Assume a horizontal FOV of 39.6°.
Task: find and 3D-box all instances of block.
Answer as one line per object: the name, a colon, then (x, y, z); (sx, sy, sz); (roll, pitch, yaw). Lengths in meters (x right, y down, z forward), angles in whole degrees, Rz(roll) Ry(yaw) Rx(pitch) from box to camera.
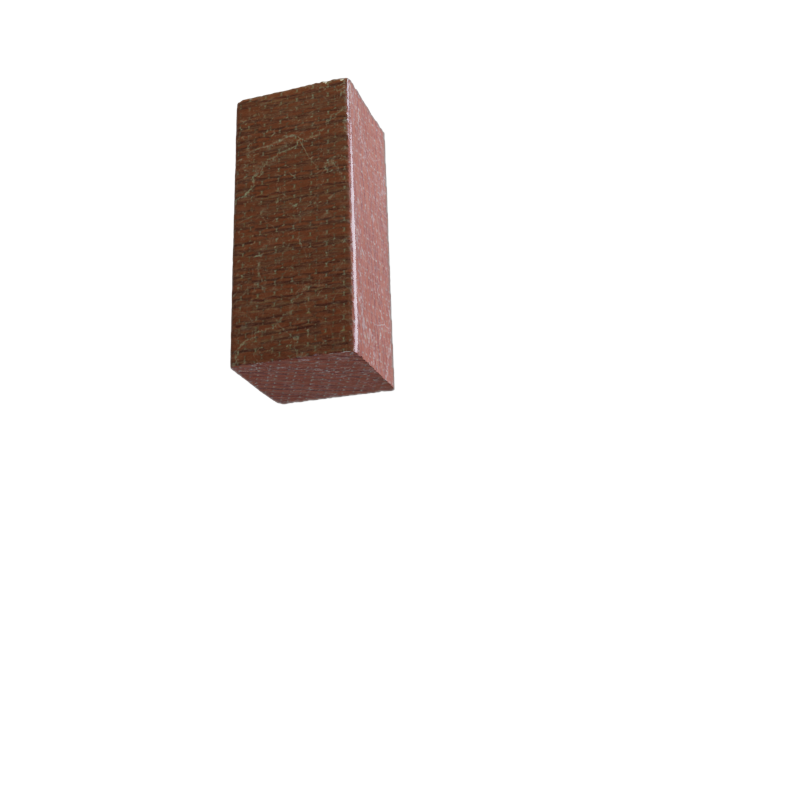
block: (-0.062, -0.113, 0.791); (0.092, 0.218, 0.084); (-9, -25, 17)
